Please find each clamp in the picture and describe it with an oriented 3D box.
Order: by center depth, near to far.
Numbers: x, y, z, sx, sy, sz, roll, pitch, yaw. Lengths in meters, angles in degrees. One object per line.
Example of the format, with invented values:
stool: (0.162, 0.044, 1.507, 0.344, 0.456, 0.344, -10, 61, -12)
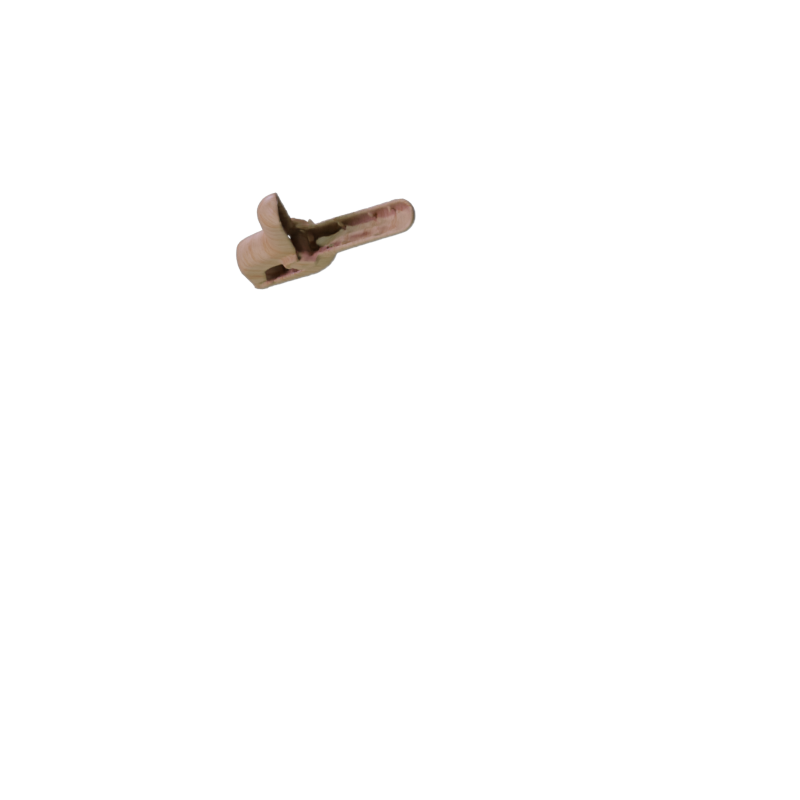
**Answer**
clamp: (-0.066, -0.121, 0.844, 0.117, 0.040, 0.171, 3, -9, -19)
